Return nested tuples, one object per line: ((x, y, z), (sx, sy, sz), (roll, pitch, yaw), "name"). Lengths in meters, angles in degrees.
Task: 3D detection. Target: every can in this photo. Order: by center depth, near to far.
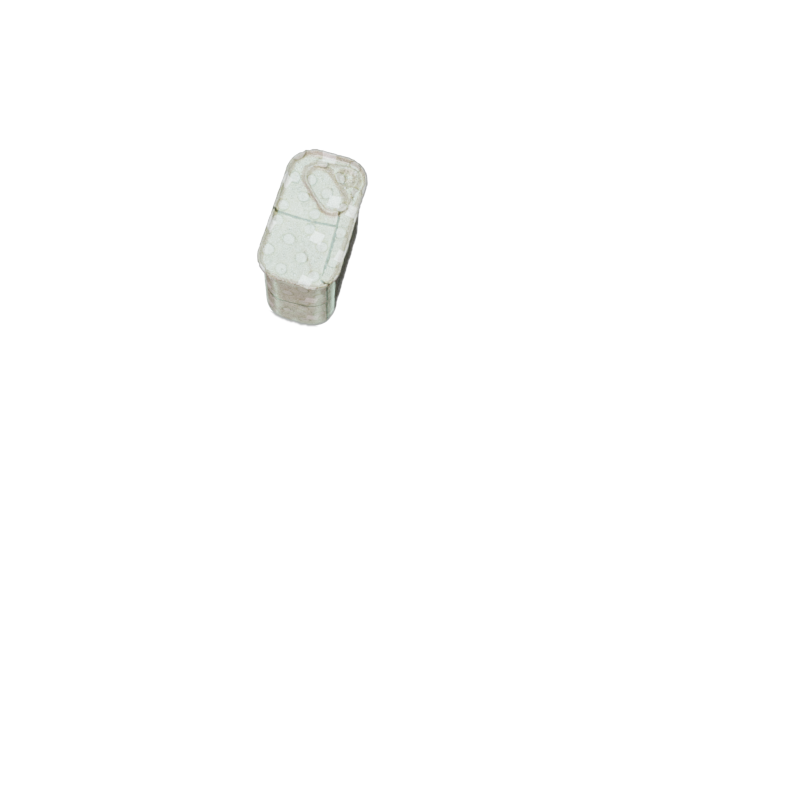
((-0.062, -0.112, 0.786), (0.058, 0.106, 0.080), (15, -20, 2), "can")
